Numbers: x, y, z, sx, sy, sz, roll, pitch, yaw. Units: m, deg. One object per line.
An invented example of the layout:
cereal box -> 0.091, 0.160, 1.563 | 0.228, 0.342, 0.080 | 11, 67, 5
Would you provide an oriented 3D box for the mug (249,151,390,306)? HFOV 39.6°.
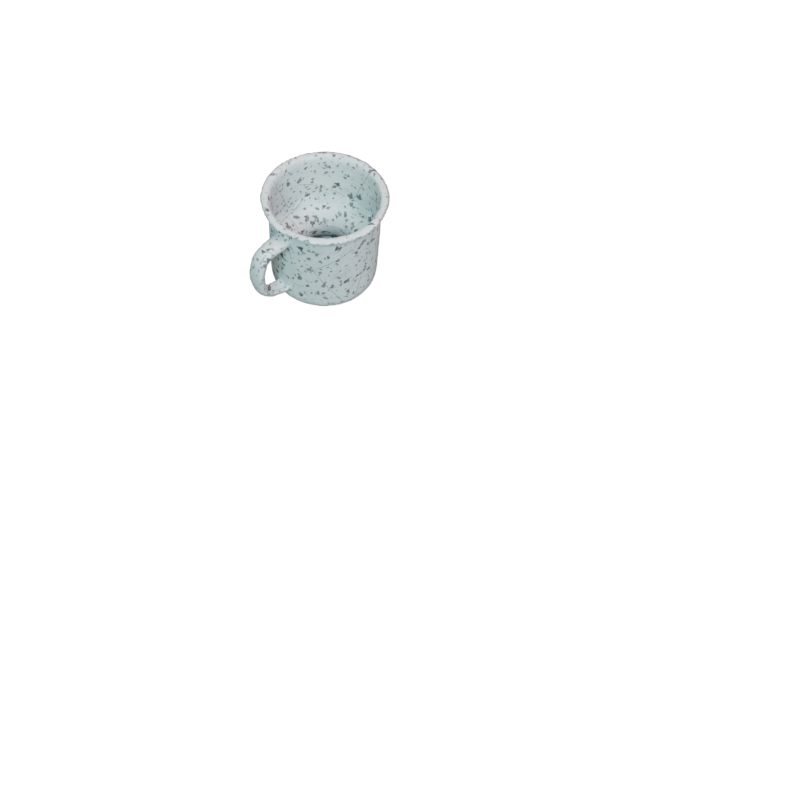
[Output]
mug -> -0.064, -0.117, 0.821 | 0.099, 0.076, 0.119 | 35, 59, 23
